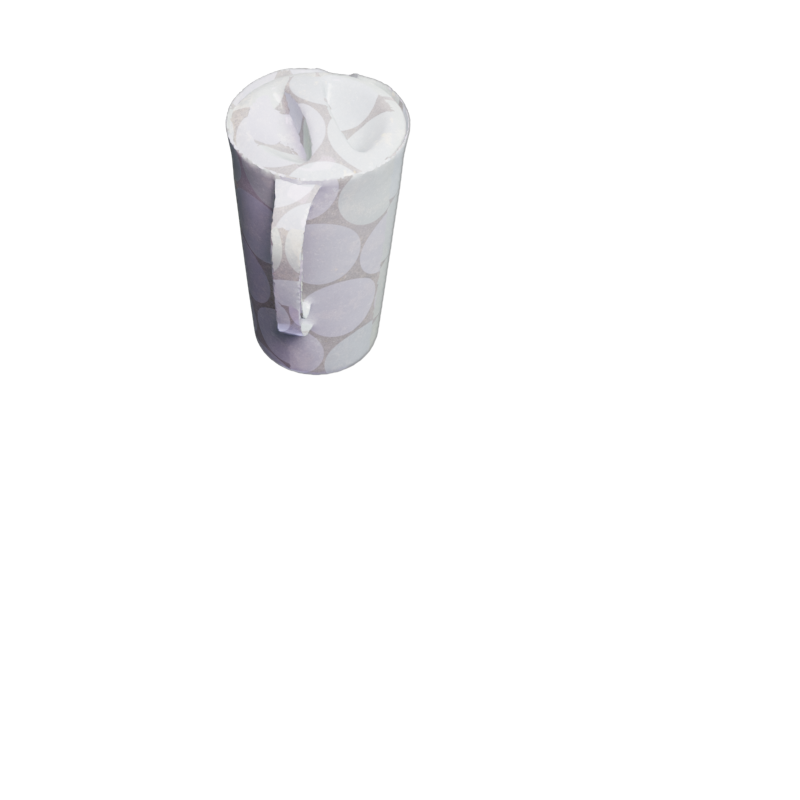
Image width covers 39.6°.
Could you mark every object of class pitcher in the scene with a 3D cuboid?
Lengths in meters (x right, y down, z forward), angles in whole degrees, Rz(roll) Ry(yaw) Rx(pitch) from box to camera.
[{"bbox_3d":[-0.068,-0.125,0.872,0.149,0.226,0.156,-27,55,-24],"label":"pitcher"}]
